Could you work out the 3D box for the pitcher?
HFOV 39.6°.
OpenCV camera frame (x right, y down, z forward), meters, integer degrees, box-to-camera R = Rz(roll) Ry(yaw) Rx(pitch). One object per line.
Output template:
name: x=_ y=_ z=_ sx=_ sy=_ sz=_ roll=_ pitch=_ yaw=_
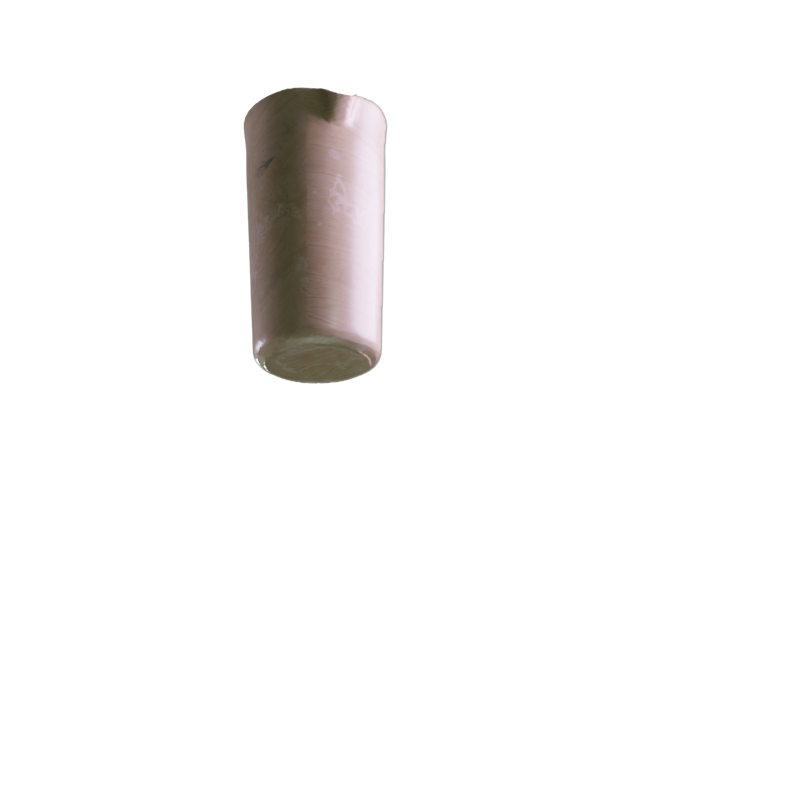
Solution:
pitcher: x=-0.077 y=-0.140 z=0.983 sx=0.147 sy=0.257 sz=0.139 roll=-12 pitch=-27 yaw=21
